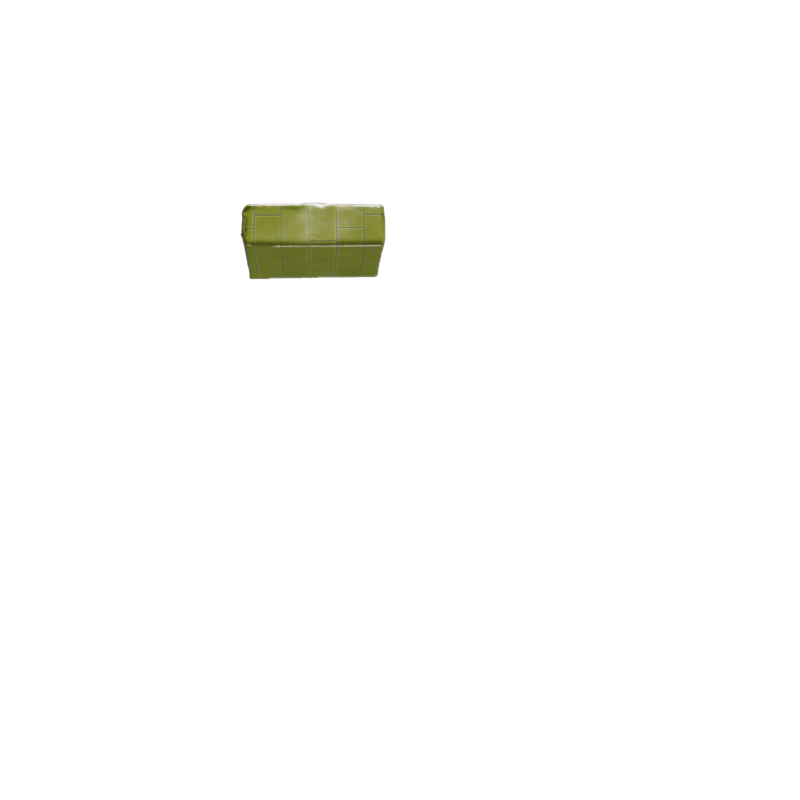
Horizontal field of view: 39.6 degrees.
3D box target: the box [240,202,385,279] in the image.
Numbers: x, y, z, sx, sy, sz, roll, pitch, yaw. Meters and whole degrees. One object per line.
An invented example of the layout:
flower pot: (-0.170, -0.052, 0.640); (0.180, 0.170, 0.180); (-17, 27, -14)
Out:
box: (-0.056, -0.102, 0.715); (0.089, 0.031, 0.071); (0, -12, -2)
